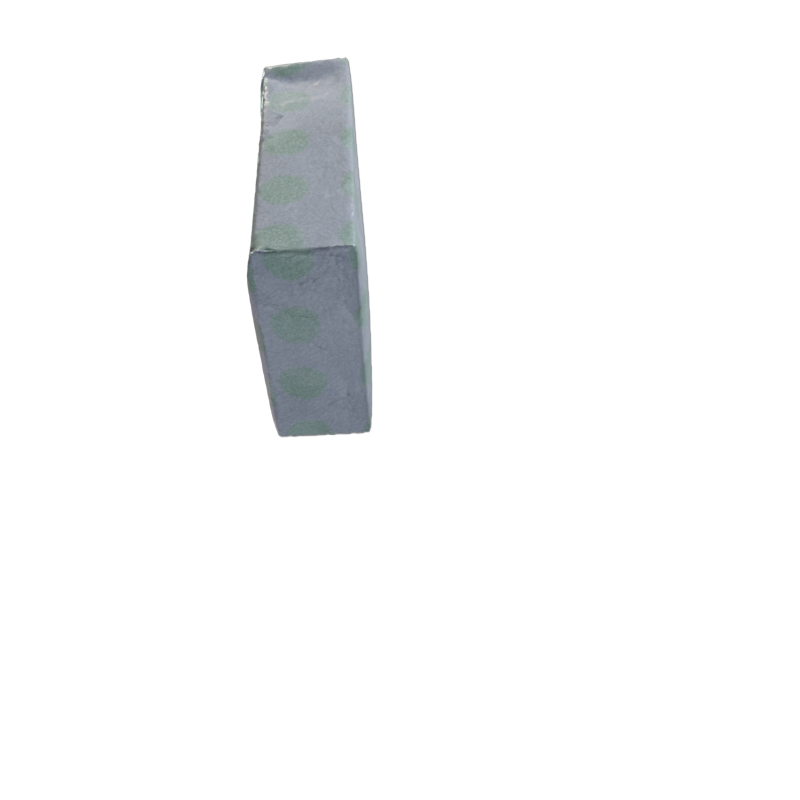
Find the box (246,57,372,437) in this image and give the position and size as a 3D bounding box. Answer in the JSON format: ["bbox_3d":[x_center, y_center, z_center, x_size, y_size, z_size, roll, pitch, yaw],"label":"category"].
[{"bbox_3d":[-0.060,-0.109,0.763,0.072,0.152,0.230,-4,44,0],"label":"box"}]
